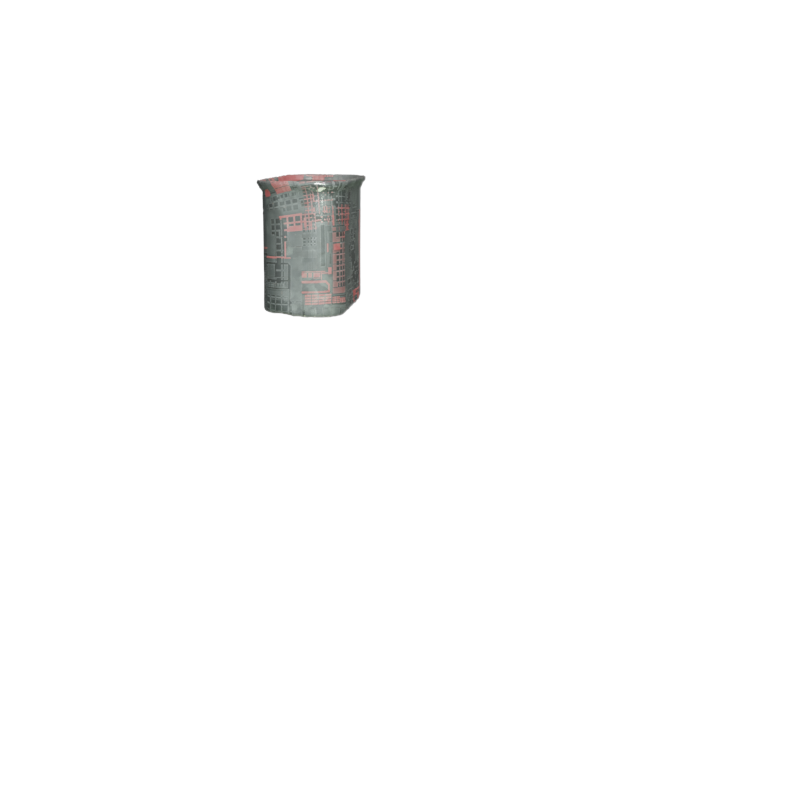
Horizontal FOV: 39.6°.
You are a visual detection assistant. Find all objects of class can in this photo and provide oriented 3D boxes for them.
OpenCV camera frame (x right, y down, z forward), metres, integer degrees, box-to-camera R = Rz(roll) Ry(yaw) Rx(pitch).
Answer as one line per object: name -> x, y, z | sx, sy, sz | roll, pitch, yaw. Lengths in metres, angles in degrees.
can -> -0.056, -0.102, 0.717 | 0.058, 0.082, 0.103 | 2, 11, 8
